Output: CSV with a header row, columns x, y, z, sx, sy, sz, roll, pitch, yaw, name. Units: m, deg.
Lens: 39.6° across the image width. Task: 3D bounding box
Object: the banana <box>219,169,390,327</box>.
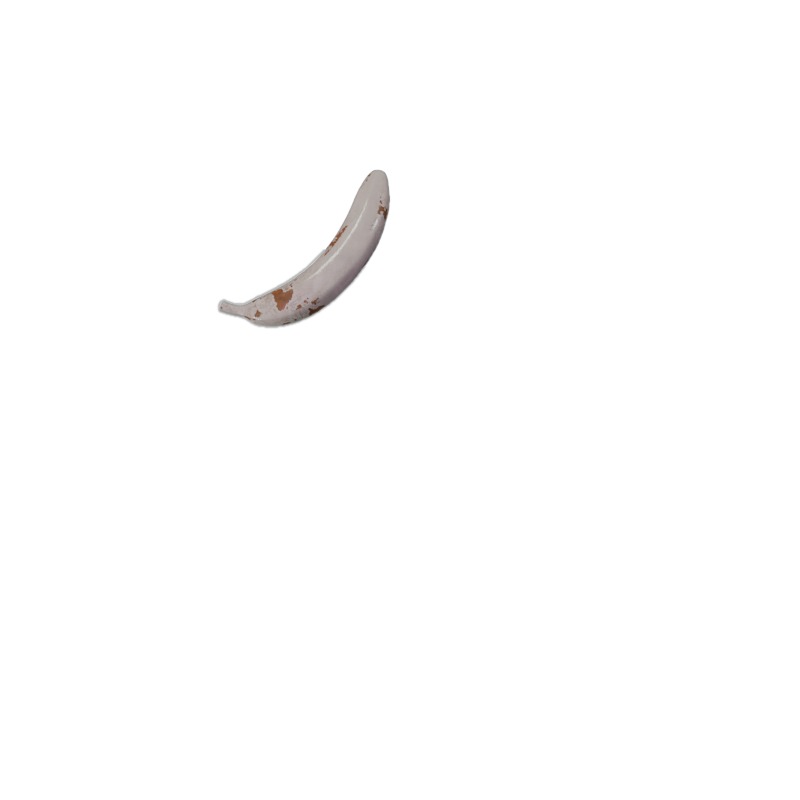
x,y,z,sx,sy,sz,roll,pitch,yaw,name
-0.068,-0.126,0.989,0.199,0.072,0.035,-42,-13,-13,banana
